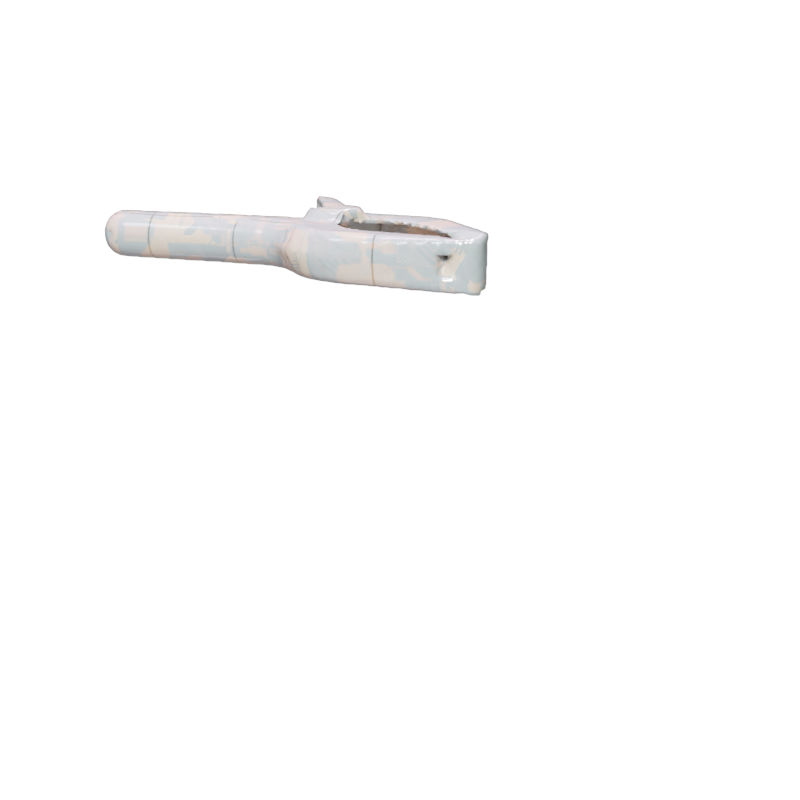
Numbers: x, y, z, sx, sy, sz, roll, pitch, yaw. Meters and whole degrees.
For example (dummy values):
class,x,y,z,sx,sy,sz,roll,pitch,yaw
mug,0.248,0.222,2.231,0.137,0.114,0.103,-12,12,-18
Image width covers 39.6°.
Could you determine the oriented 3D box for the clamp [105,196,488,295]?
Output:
class,x,y,z,sx,sy,sz,roll,pitch,yaw
clamp,-0.045,-0.083,0.579,0.160,0.035,0.222,-11,20,-35
